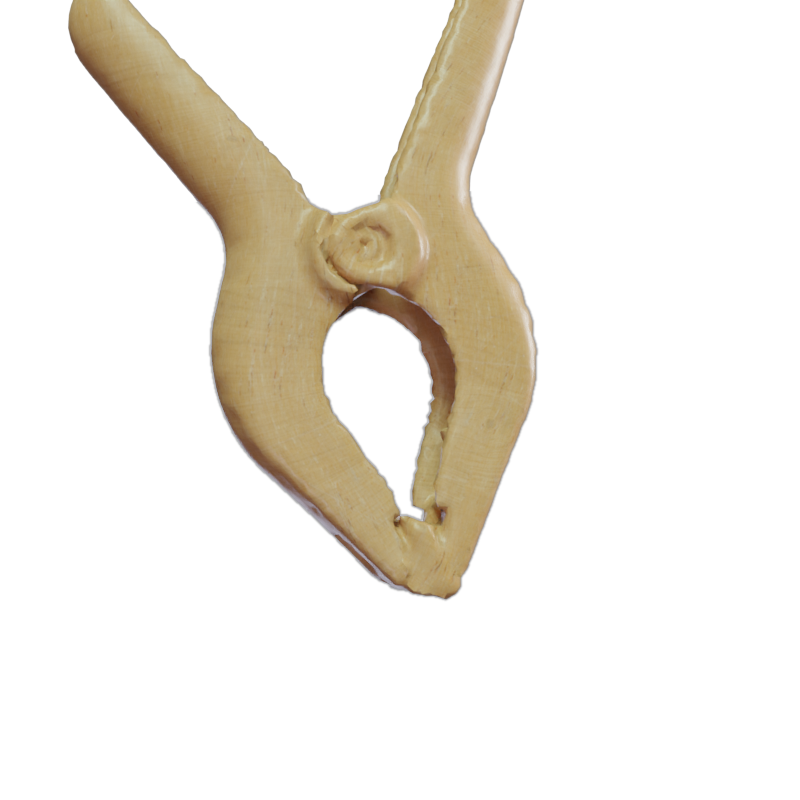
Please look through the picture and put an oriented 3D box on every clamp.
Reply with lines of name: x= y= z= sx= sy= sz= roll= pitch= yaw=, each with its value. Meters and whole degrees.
clamp: x=-0.022 y=-0.039 z=0.276 sx=0.120 sy=0.178 sz=0.038 roll=-3 pitch=-15 yaw=-1
